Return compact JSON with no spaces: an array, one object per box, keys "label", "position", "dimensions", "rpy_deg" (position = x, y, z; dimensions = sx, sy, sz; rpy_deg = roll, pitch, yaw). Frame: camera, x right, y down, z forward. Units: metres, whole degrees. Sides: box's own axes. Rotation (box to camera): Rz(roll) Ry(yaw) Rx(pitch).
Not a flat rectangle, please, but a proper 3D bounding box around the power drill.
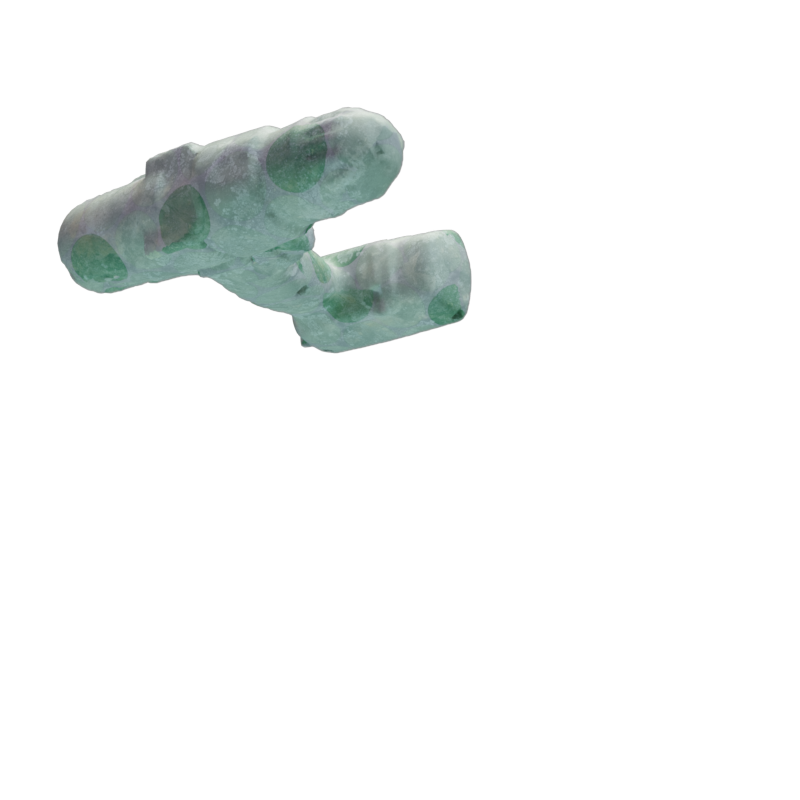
[{"label":"power drill","position":[-0.042,-0.077,0.541],"dimensions":[0.188,0.060,0.176],"rpy_deg":[-10,-18,34]}]
